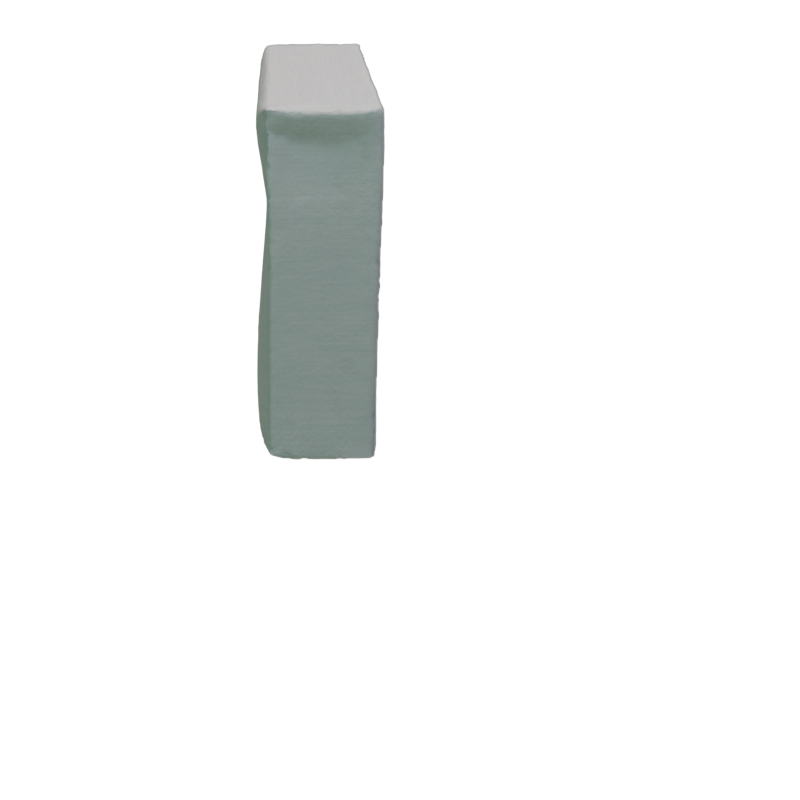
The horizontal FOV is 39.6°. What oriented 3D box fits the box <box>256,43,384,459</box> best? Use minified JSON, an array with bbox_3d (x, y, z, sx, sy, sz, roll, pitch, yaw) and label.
[{"bbox_3d":[-0.053,-0.097,0.681,0.071,0.203,0.174,-1,25,-6],"label":"box"}]
